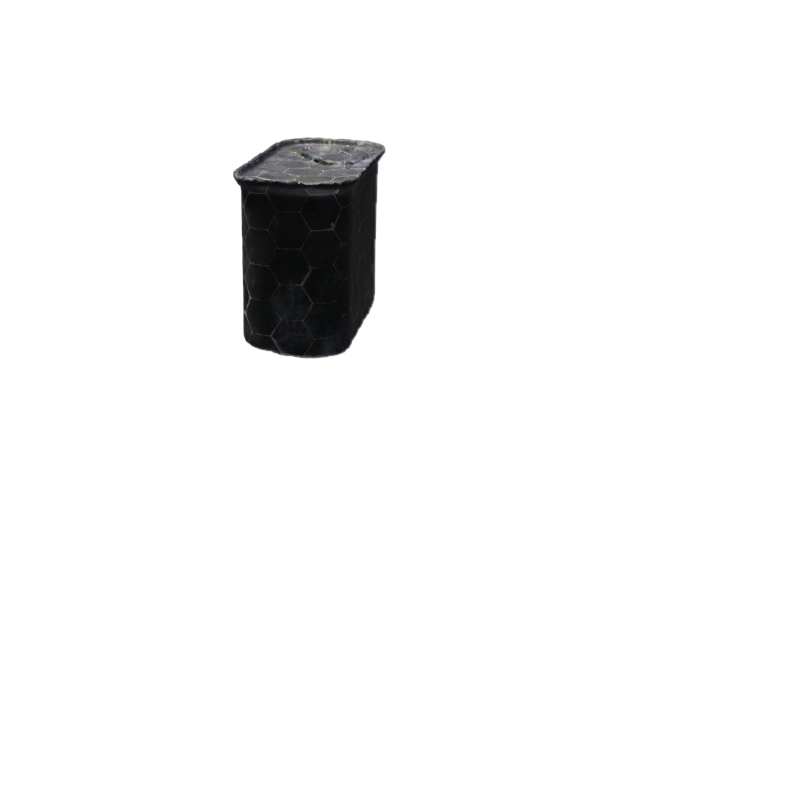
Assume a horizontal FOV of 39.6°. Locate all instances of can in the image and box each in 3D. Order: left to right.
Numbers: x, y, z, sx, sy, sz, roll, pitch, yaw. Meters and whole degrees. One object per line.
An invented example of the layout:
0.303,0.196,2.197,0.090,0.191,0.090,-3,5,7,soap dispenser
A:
-0.042,-0.077,0.540,0.058,0.080,0.105,4,21,10,can
